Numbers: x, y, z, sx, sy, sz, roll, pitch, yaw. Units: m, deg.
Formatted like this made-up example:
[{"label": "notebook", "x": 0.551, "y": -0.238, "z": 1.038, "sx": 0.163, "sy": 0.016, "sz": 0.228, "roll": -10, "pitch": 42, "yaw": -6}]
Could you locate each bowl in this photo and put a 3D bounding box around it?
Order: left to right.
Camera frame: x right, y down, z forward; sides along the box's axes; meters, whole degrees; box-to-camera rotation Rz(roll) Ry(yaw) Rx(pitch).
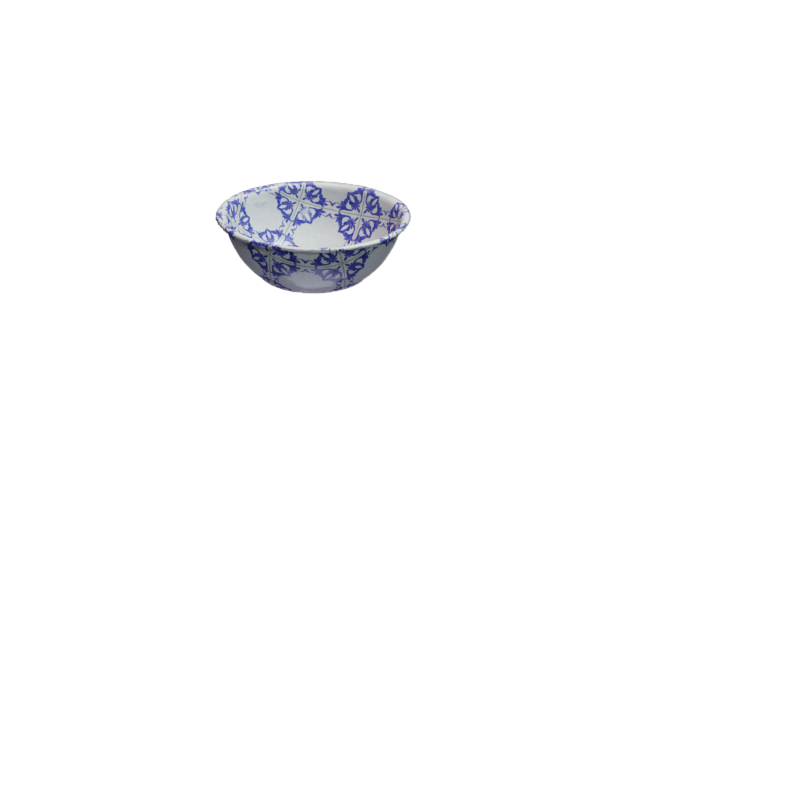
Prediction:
[{"label": "bowl", "x": -0.073, "y": -0.132, "z": 0.927, "sx": 0.162, "sy": 0.052, "sz": 0.171, "roll": -1, "pitch": 28, "yaw": -2}]
